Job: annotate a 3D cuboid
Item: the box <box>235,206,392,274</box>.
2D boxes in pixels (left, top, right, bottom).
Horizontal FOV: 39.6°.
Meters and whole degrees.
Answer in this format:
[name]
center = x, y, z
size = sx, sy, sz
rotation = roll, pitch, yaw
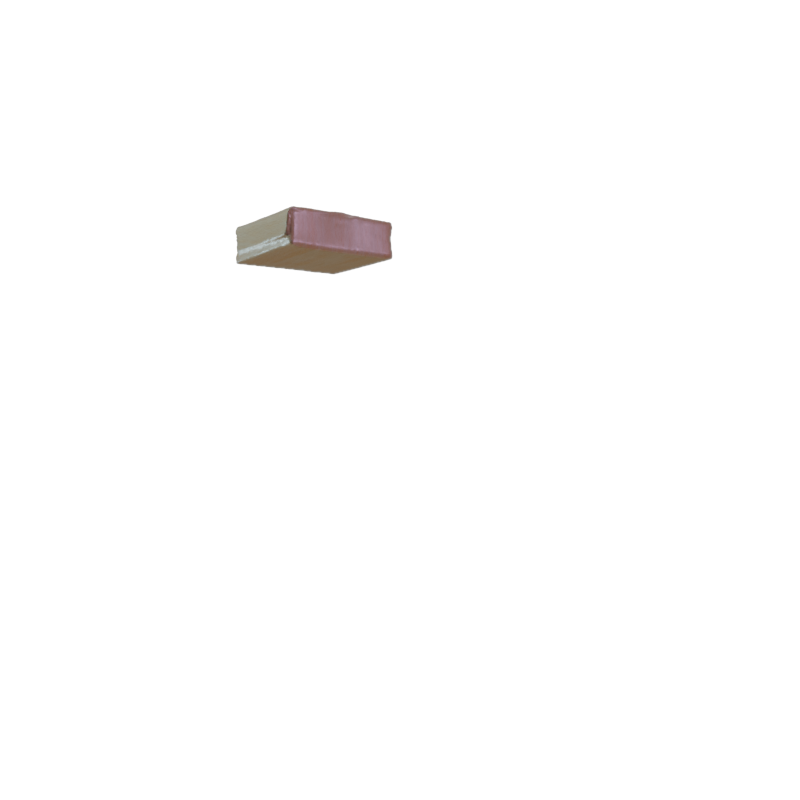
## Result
[box]
center = -0.062, -0.113, 0.791
size = 0.085, 0.031, 0.075
rotation = 4, -7, -35
